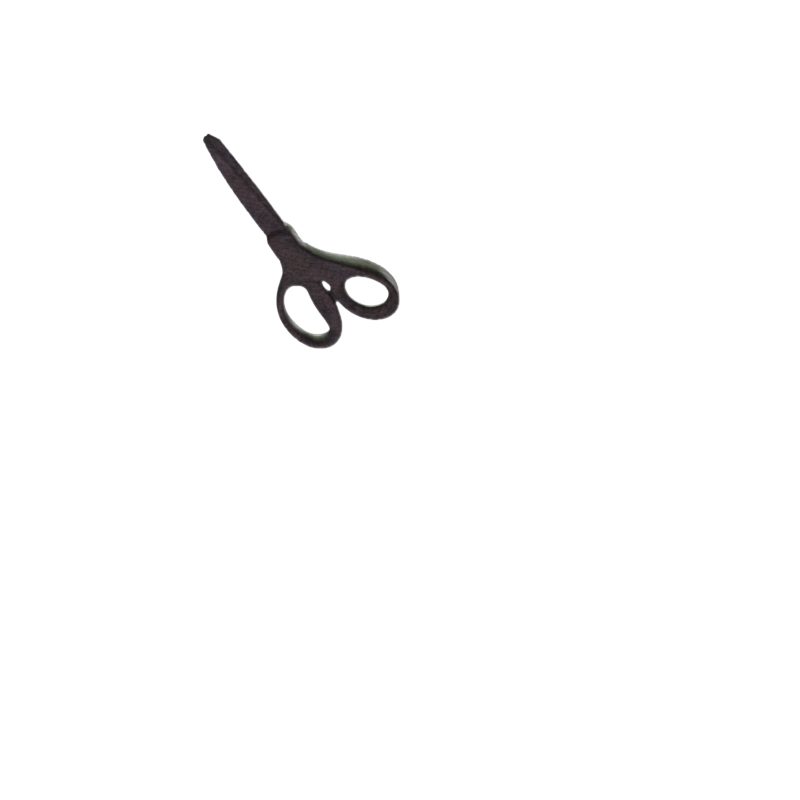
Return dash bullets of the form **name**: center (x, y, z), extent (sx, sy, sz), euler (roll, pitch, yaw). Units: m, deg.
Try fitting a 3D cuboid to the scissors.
- **scissors**: center (-0.058, -0.105, 0.737), extent (0.097, 0.017, 0.186), euler (-7, -43, 7)
